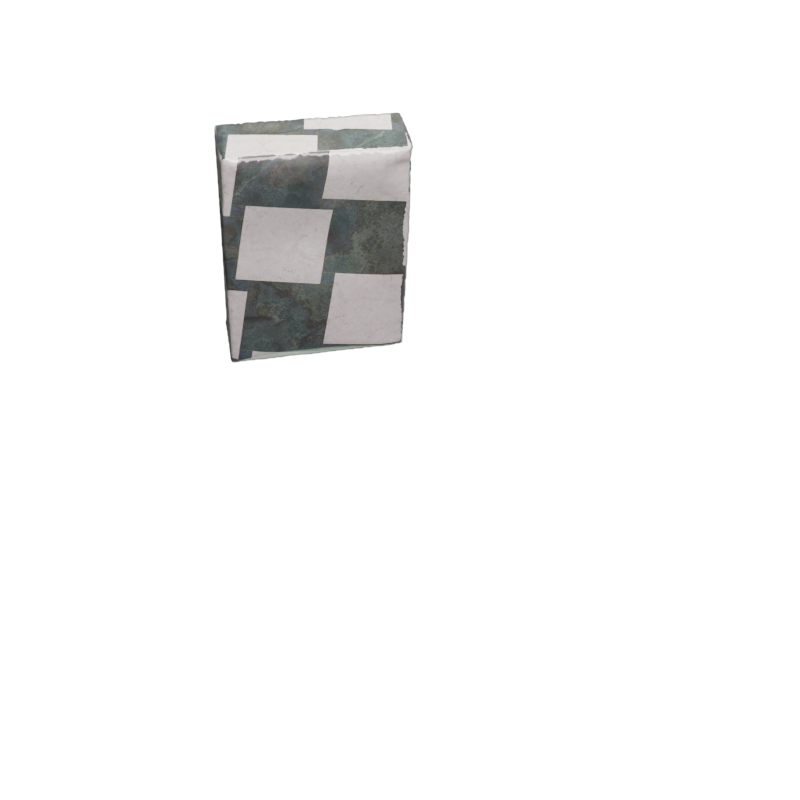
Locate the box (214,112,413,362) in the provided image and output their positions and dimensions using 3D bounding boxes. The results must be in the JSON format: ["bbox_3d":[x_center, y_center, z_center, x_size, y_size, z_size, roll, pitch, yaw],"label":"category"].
[{"bbox_3d":[-0.077,-0.141,0.985,0.162,0.200,0.077,-5,37,-9],"label":"box"}]
